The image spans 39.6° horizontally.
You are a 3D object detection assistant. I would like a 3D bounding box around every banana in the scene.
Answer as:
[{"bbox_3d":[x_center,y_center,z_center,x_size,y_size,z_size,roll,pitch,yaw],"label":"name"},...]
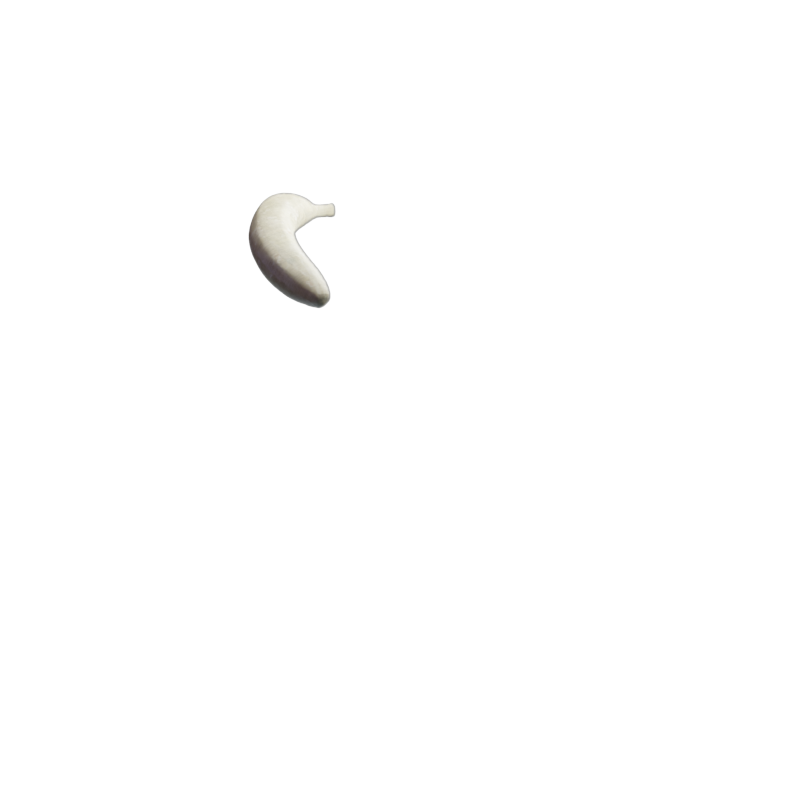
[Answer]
[{"bbox_3d":[-0.088,-0.129,0.891,0.070,0.035,0.209,0,30,-1],"label":"banana"}]
